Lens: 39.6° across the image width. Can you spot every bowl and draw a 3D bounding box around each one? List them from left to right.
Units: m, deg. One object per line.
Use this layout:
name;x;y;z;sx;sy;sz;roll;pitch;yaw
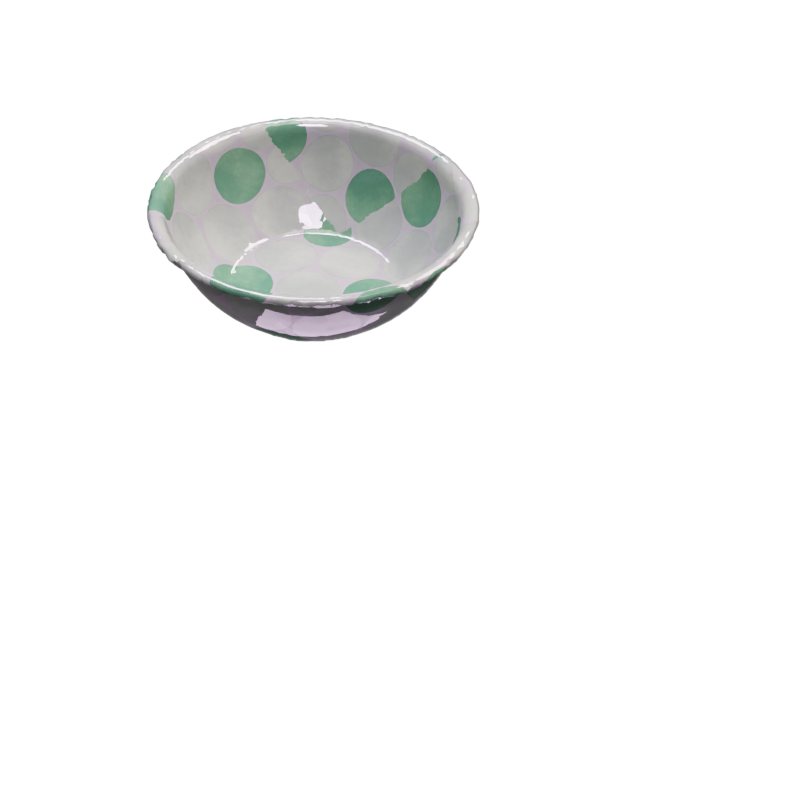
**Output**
bowl;-0.044;-0.080;0.557;0.162;0.051;0.174;-1;41;-2
